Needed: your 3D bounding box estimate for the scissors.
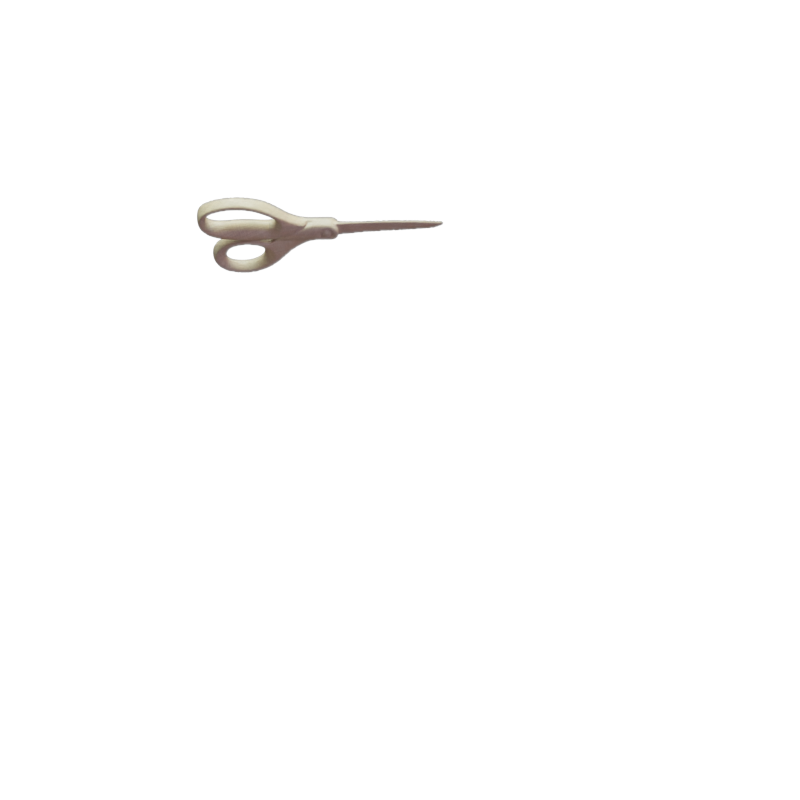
[{"bbox_3d":[-0.074,-0.134,0.941,0.198,0.017,0.091,7,-34,-10],"label":"scissors"}]
